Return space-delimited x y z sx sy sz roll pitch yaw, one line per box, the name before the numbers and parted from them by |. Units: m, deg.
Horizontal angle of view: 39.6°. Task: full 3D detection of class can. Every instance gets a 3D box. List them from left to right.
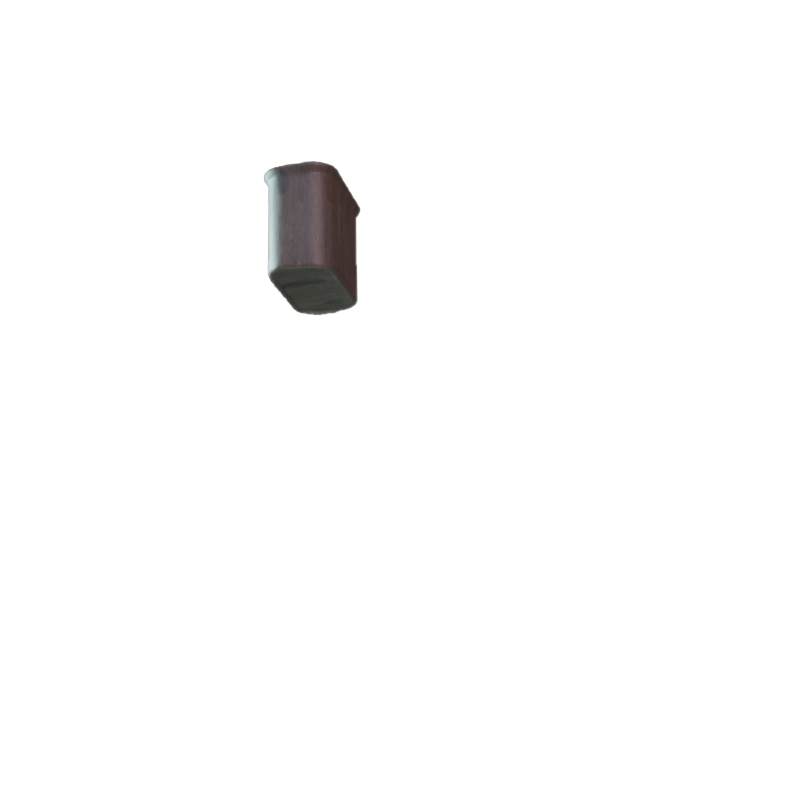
can | -0.066 -0.121 0.845 0.058 0.088 0.095 -6 -21 13
